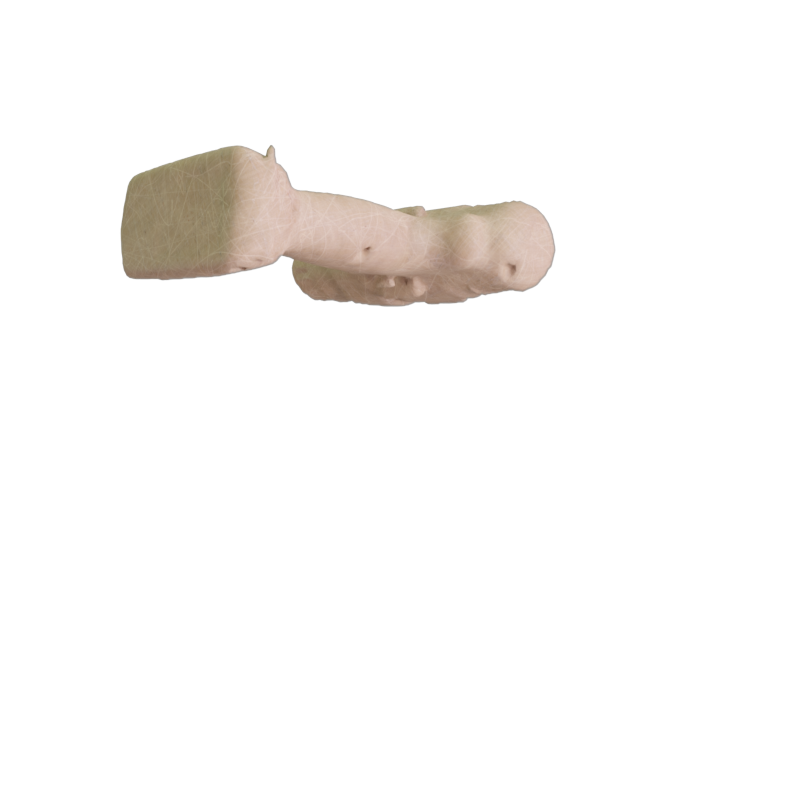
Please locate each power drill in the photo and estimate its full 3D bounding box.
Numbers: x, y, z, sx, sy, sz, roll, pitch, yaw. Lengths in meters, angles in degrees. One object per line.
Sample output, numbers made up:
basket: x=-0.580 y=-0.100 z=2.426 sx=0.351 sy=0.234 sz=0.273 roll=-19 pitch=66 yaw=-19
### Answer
power drill: x=-0.045 y=-0.082 z=0.571 sx=0.179 sy=0.058 sz=0.190 roll=1 pitch=-2 yaw=-42
